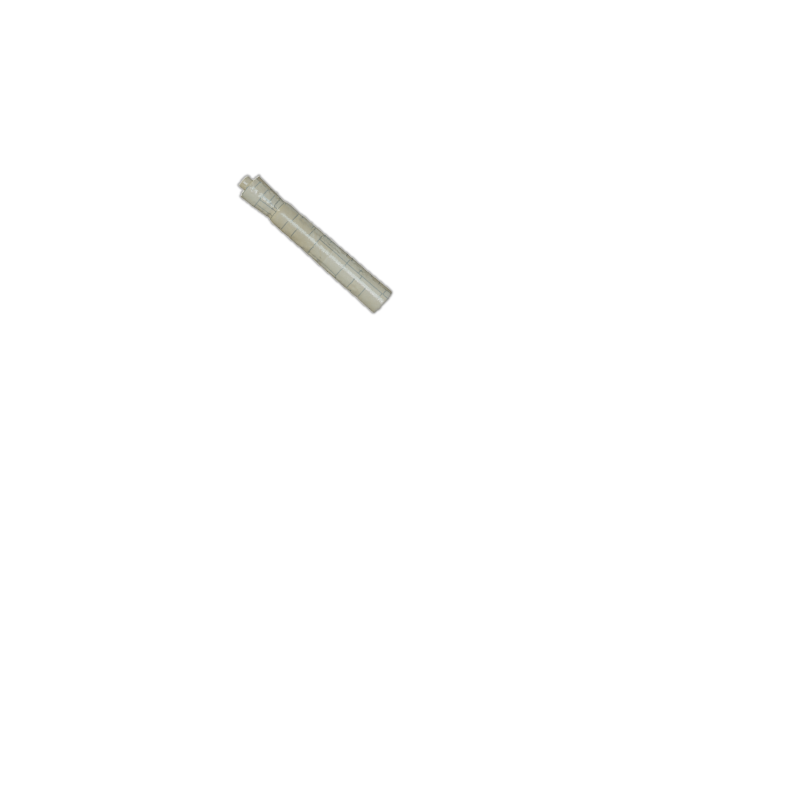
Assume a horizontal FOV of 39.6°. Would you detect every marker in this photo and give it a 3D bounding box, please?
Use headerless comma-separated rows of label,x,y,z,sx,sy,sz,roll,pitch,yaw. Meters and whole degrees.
marker,-0.056,-0.102,0.716,0.121,0.020,0.020,41,3,1
